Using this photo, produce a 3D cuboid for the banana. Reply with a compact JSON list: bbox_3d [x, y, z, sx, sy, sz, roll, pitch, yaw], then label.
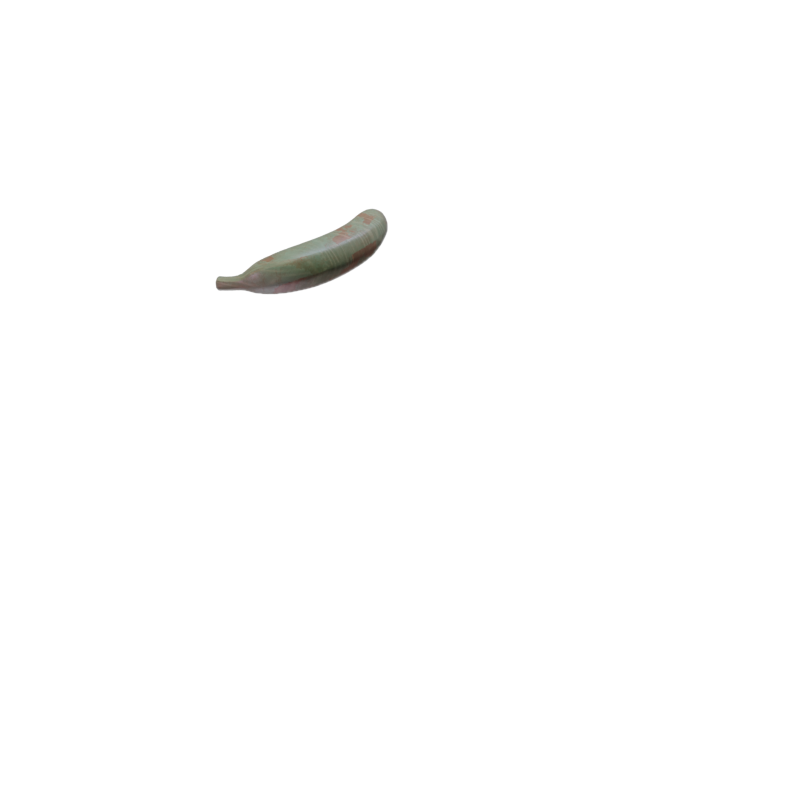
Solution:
[{"bbox_3d":[-0.064,-0.130,0.952,0.074,0.035,0.197,23,36,36],"label":"banana"}]
